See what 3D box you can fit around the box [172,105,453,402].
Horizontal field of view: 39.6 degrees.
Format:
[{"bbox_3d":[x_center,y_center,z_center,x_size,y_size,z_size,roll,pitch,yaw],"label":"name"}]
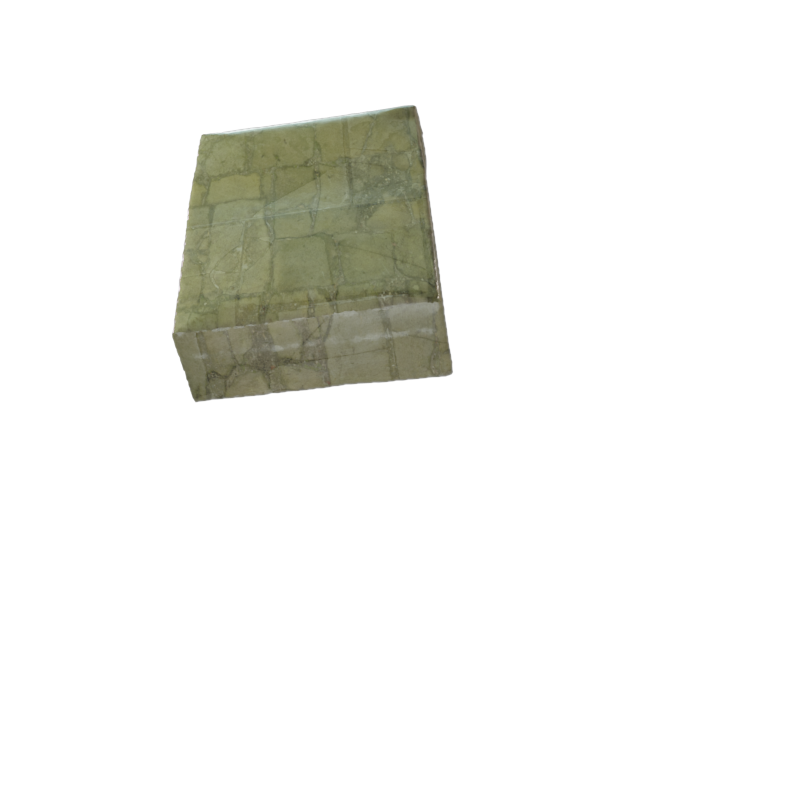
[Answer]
[{"bbox_3d":[-0.058,-0.106,0.743,0.165,0.230,0.066,-7,-45,4],"label":"box"}]
